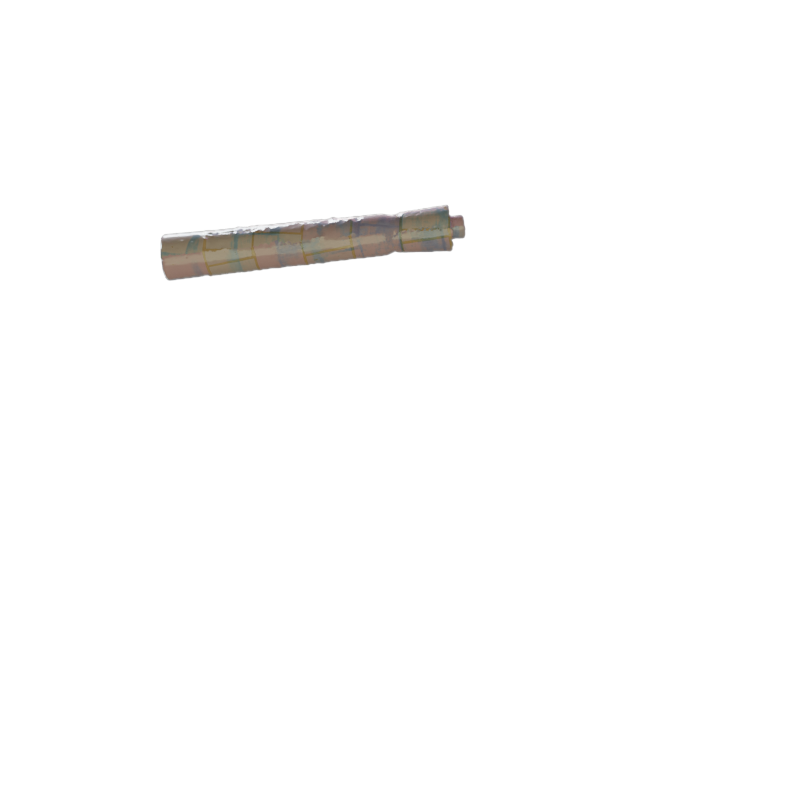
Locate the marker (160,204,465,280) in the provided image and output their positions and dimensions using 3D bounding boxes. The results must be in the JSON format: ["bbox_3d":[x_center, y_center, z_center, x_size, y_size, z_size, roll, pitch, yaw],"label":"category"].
[{"bbox_3d":[-0.035,-0.063,0.445,0.121,0.020,0.020,-6,4,2],"label":"marker"}]
